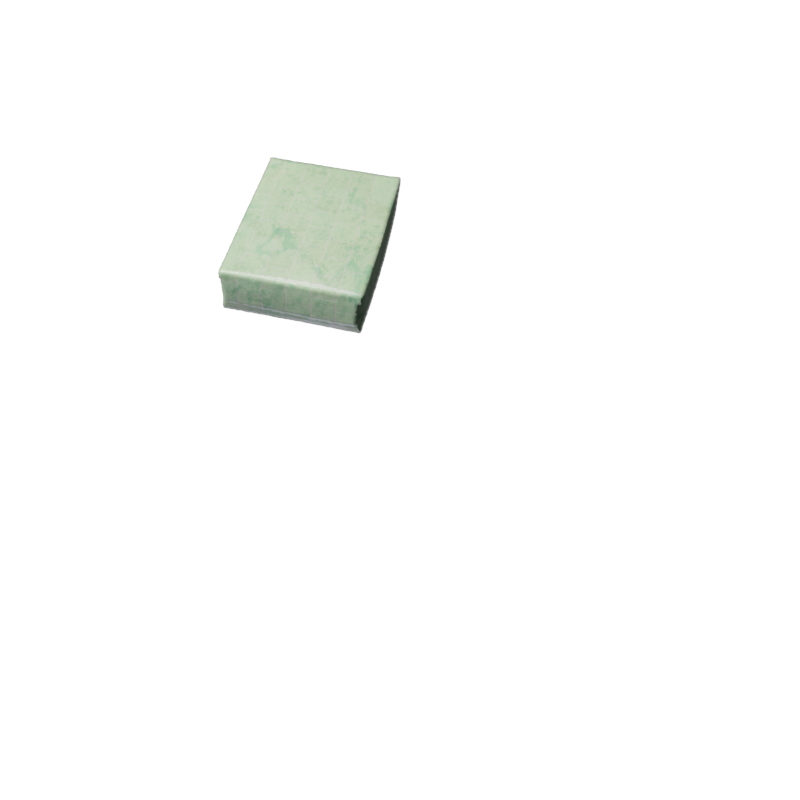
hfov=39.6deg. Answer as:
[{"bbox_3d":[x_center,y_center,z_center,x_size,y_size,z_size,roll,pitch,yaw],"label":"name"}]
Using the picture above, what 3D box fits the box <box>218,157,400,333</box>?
[{"bbox_3d":[-0.055,-0.100,0.701,0.091,0.120,0.036,10,-42,8],"label":"box"}]
